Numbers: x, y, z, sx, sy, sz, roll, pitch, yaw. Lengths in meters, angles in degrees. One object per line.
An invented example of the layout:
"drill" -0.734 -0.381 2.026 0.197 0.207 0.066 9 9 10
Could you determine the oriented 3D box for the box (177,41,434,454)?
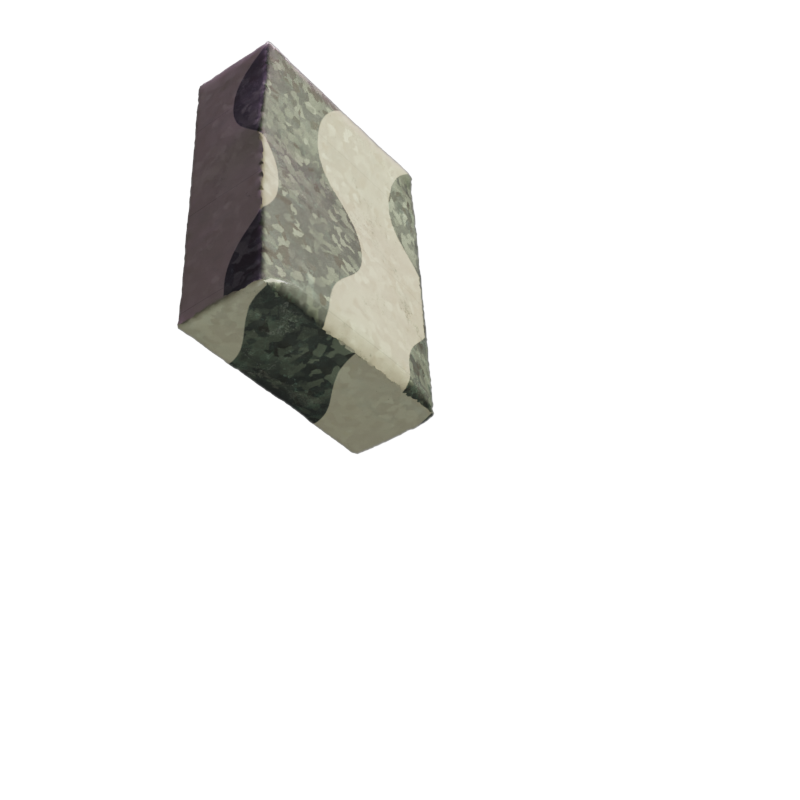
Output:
"box" -0.055 -0.100 0.700 0.072 0.229 0.153 -29 -46 27
